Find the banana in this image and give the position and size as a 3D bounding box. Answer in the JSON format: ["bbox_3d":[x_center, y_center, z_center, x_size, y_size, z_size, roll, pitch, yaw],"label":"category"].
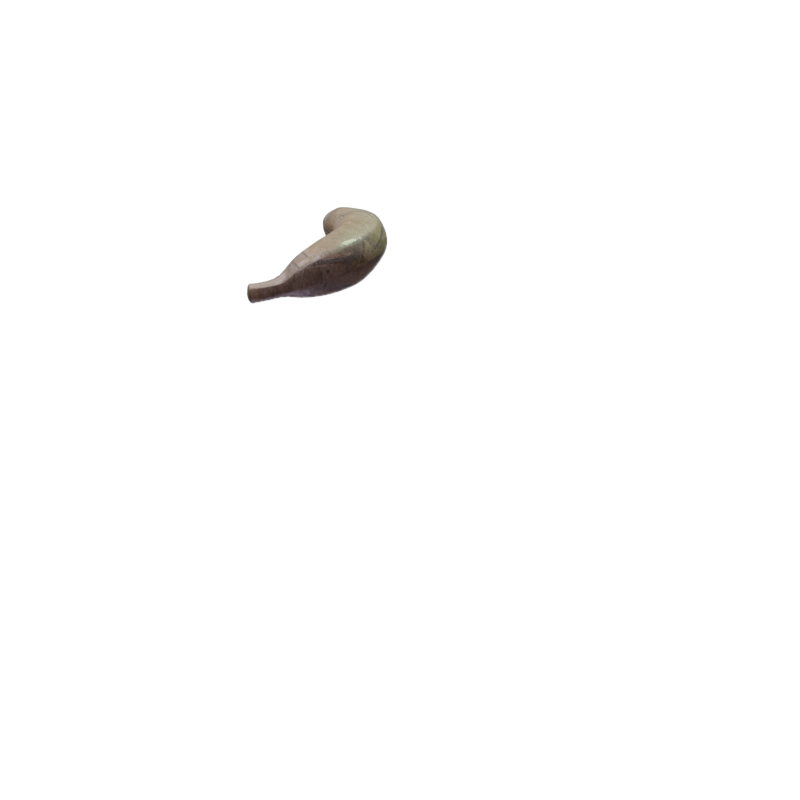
[{"bbox_3d":[-0.043,-0.106,0.759,0.071,0.035,0.202,4,21,11],"label":"banana"}]
